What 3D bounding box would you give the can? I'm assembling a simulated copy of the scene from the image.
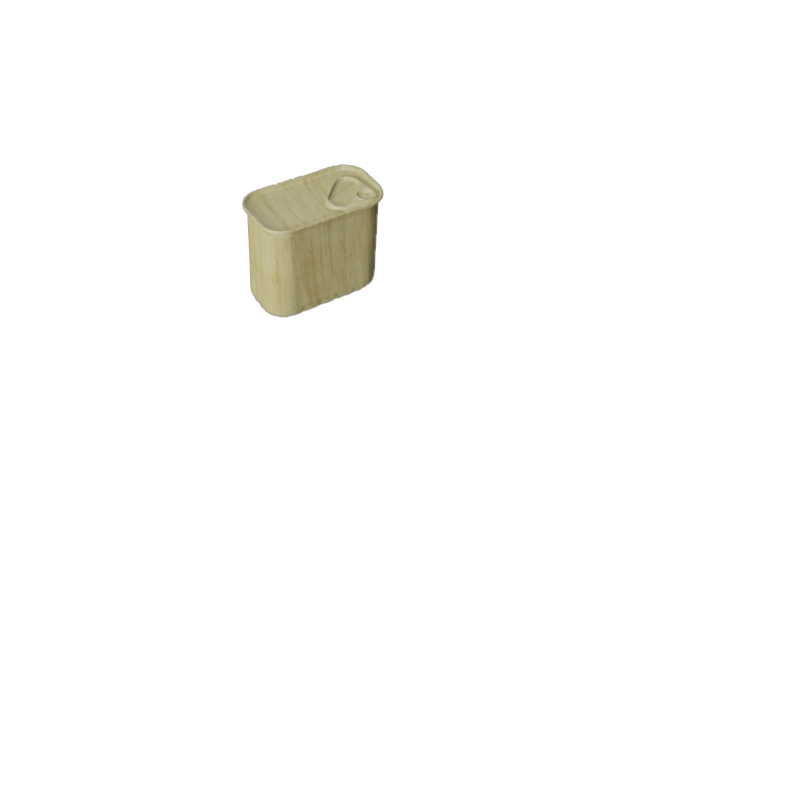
[{"bbox_3d":[-0.065,-0.119,0.832,0.101,0.078,0.062,-22,47,-24],"label":"can"}]
